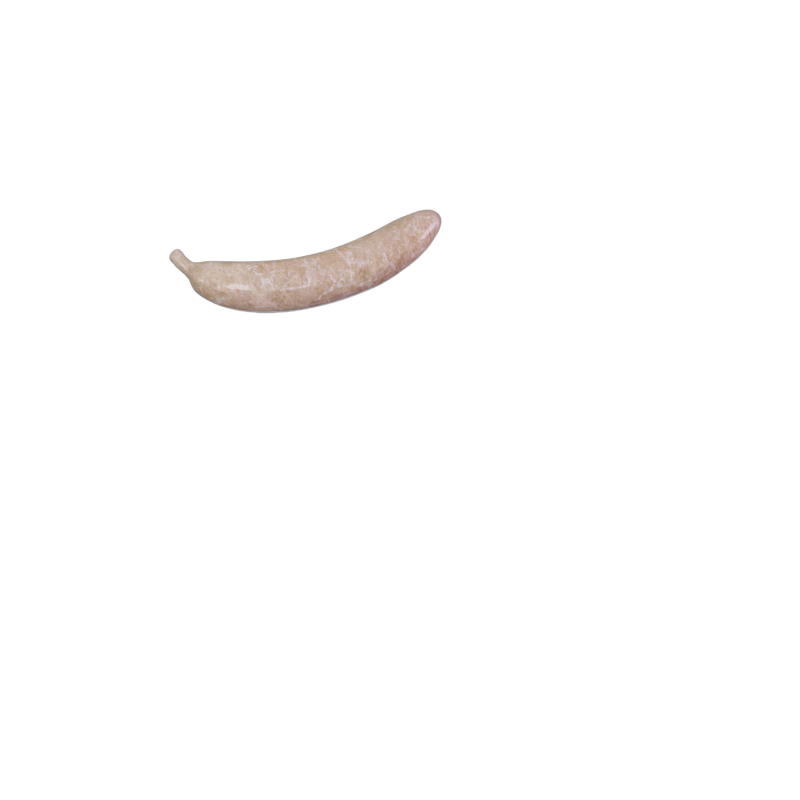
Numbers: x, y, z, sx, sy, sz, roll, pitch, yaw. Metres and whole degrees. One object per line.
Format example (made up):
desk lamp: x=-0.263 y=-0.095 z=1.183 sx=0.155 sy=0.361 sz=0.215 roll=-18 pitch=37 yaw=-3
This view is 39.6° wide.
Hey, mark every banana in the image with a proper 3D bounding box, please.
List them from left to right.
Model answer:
banana: x=-0.062 y=-0.095 z=0.777 sx=0.197 sy=0.075 sz=0.034 roll=-8 pitch=-31 yaw=-5
